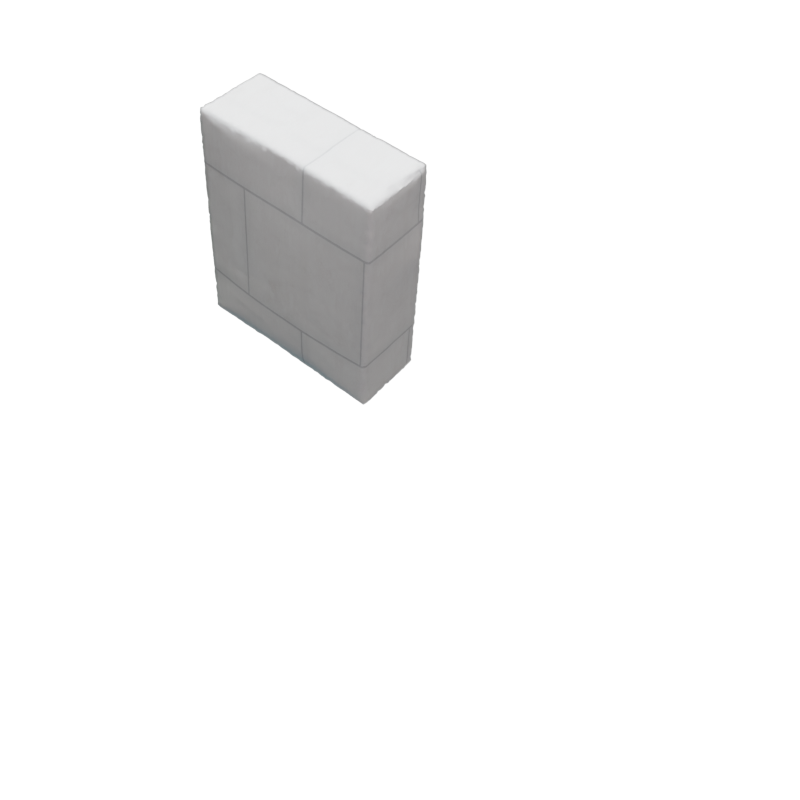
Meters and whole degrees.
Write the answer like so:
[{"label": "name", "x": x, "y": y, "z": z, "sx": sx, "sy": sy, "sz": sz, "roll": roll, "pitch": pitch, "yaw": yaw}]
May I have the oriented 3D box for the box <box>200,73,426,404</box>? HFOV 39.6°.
[{"label": "box", "x": -0.066, "y": -0.121, "z": 0.847, "sx": 0.174, "sy": 0.199, "sz": 0.073, "roll": 35, "pitch": 55, "yaw": 25}]
